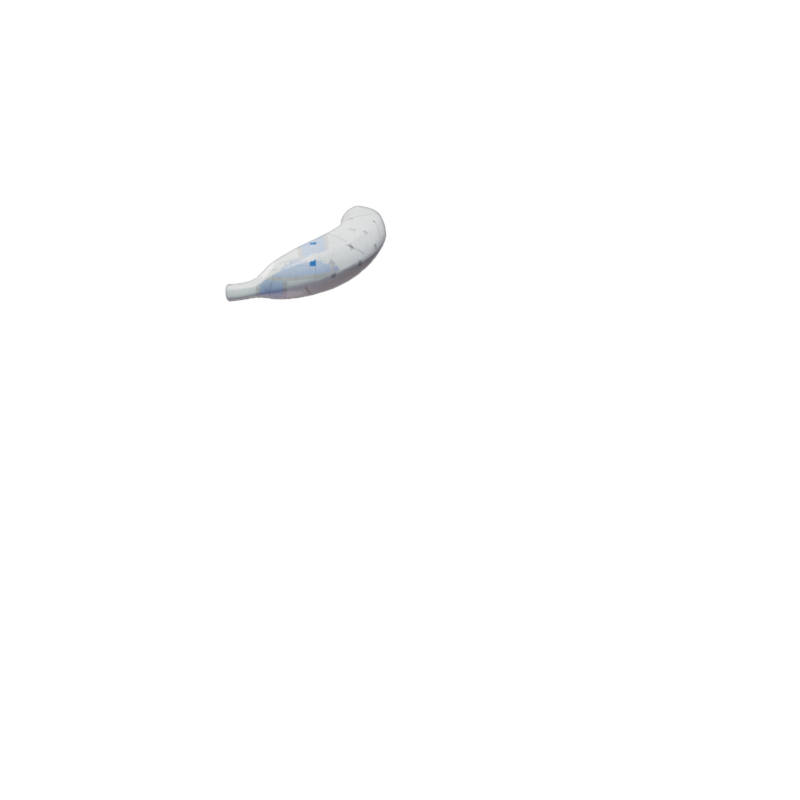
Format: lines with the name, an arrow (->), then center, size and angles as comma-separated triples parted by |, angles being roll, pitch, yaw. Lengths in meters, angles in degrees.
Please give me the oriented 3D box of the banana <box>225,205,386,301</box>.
banana -> -0.050, -0.114, 0.823 | 0.072, 0.035, 0.199 | 11, 26, 23
